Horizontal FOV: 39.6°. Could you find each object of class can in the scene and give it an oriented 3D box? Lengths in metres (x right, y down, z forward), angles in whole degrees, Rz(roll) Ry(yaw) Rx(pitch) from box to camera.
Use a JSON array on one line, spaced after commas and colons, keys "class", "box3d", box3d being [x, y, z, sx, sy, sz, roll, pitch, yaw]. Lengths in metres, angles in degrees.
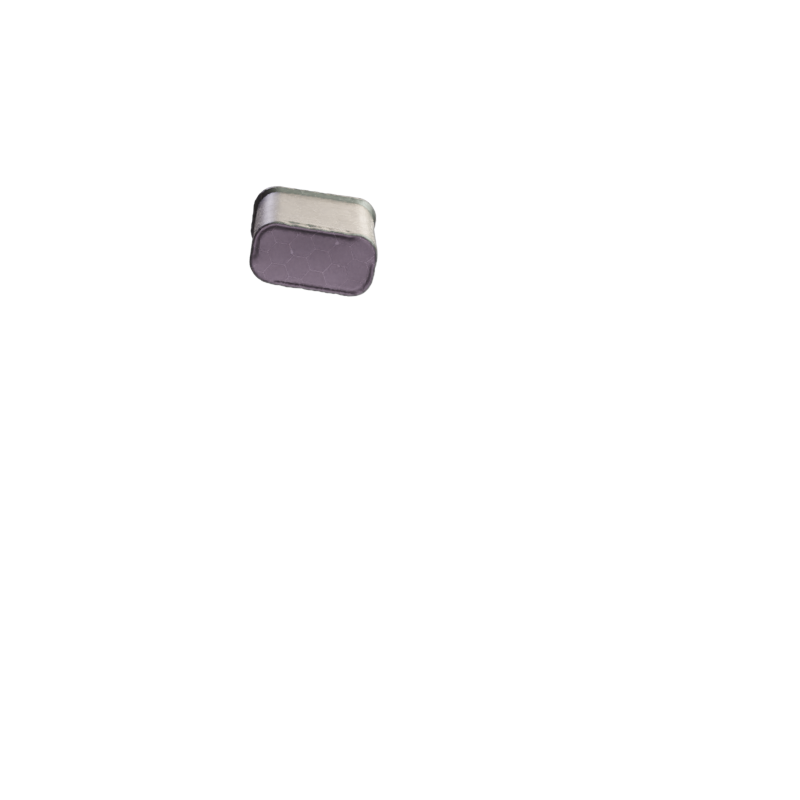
[{"class": "can", "box3d": [-0.069, -0.125, 0.878, 0.101, 0.055, 0.088, 8, 25, -5]}]
